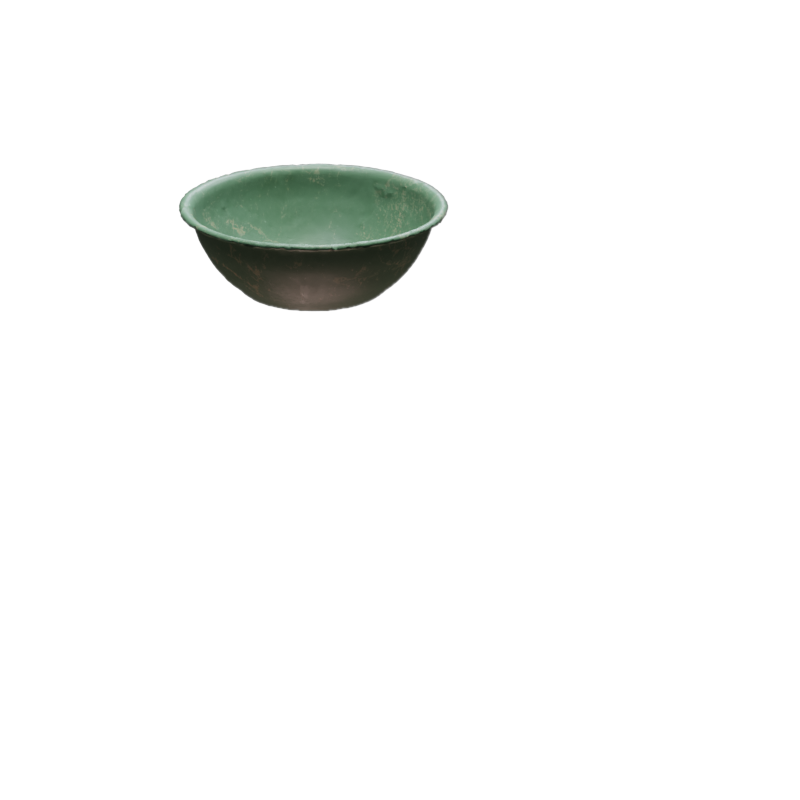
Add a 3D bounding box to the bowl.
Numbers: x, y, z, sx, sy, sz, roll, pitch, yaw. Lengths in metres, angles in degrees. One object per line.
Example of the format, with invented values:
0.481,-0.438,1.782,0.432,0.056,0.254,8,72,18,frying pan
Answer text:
-0.053,-0.097,0.677,0.162,0.052,0.171,-1,26,-2,bowl
